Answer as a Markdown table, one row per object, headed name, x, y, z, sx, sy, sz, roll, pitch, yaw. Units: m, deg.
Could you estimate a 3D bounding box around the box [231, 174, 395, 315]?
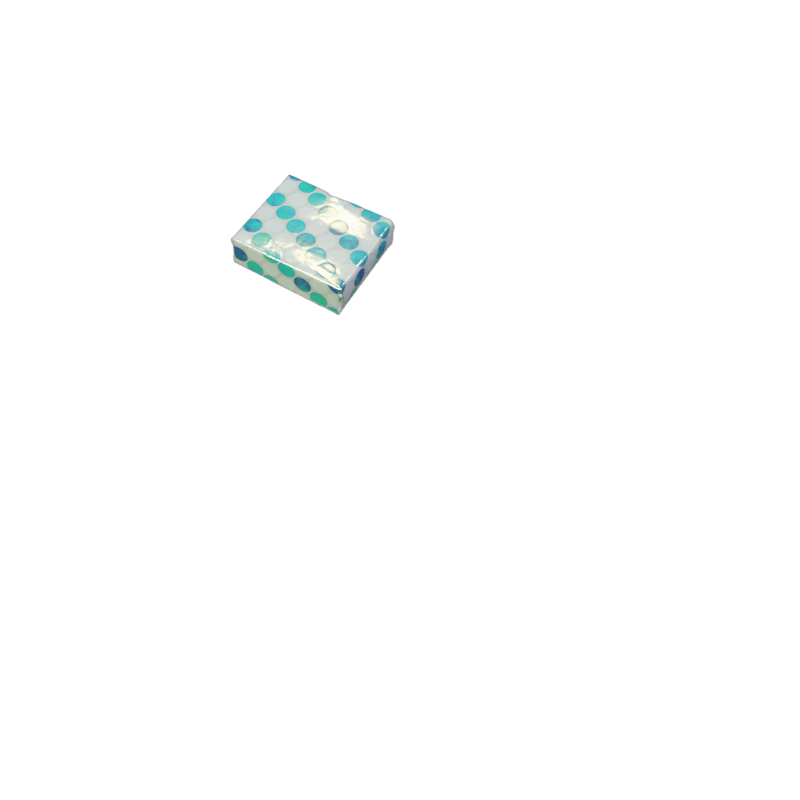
| name | x | y | z | sx | sy | sz | roll | pitch | yaw |
| --- | --- | --- | --- | --- | --- | --- | --- | --- | --- |
| box | -0.060 | -0.109 | 0.765 | 0.093 | 0.075 | 0.028 | 26 | -33 | 18 |
